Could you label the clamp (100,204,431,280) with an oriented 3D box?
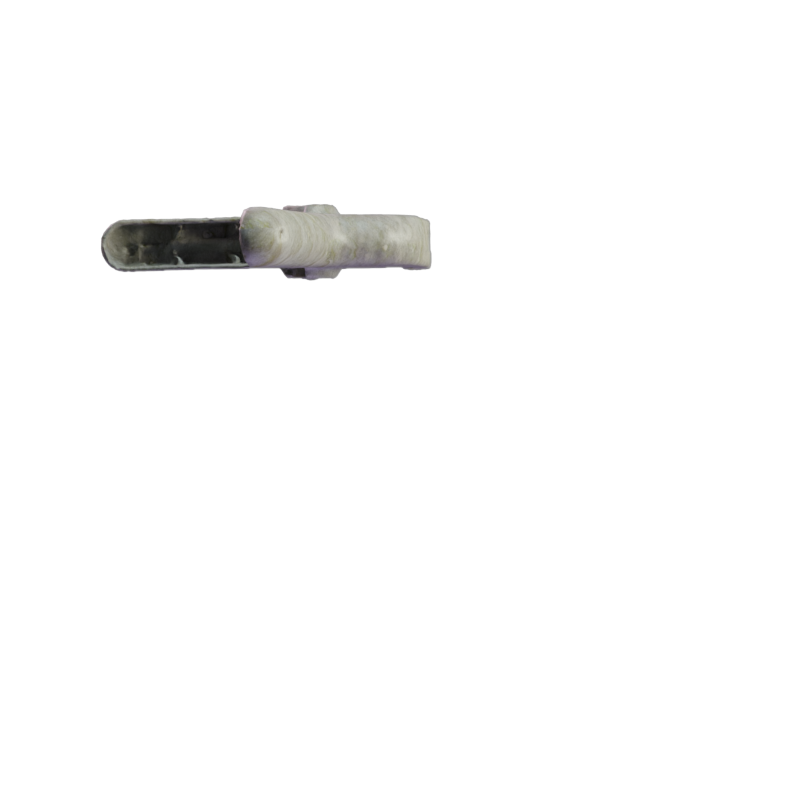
[{"bbox_3d":[-0.041,-0.075,0.523,0.166,0.038,0.126,-8,14,-34],"label":"clamp"}]
